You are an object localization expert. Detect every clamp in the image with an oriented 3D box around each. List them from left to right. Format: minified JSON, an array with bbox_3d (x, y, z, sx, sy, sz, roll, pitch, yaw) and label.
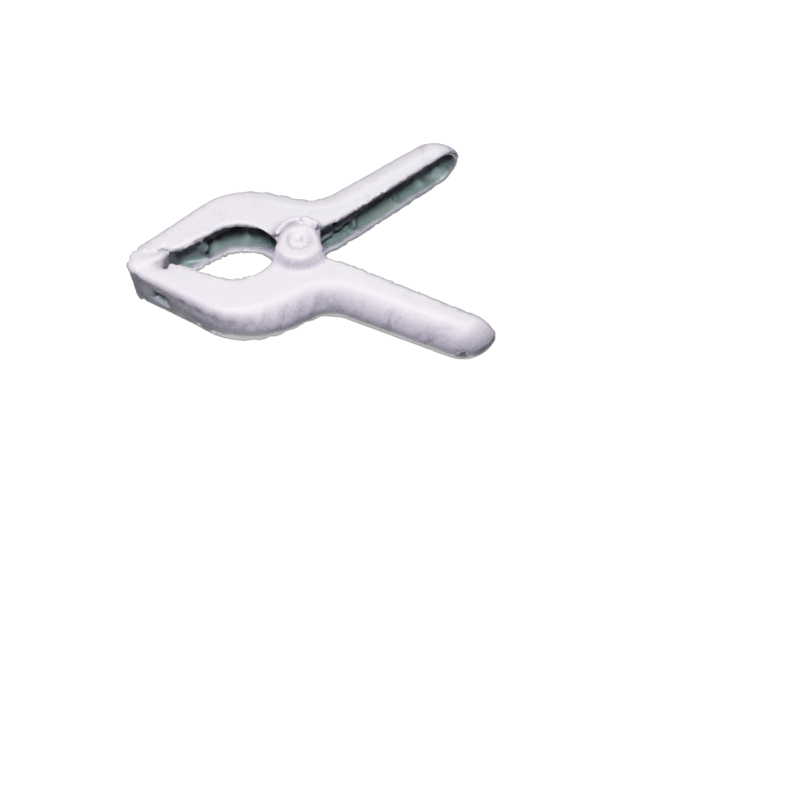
[{"bbox_3d":[-0.042,-0.076,0.535,0.172,0.128,0.037,3,-38,2],"label":"clamp"}]
